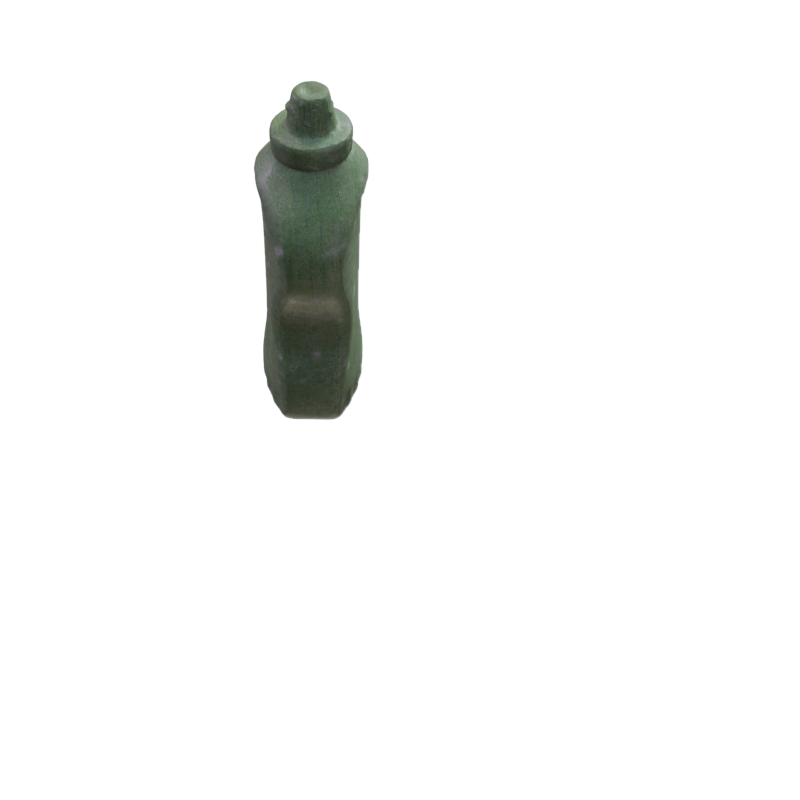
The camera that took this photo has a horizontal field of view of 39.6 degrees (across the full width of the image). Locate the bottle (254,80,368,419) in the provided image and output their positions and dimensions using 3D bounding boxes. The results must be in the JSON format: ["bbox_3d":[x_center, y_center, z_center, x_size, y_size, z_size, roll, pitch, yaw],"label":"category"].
[{"bbox_3d":[-0.047,-0.084,0.589,0.058,0.103,0.179,2,-45,-2],"label":"bottle"}]
